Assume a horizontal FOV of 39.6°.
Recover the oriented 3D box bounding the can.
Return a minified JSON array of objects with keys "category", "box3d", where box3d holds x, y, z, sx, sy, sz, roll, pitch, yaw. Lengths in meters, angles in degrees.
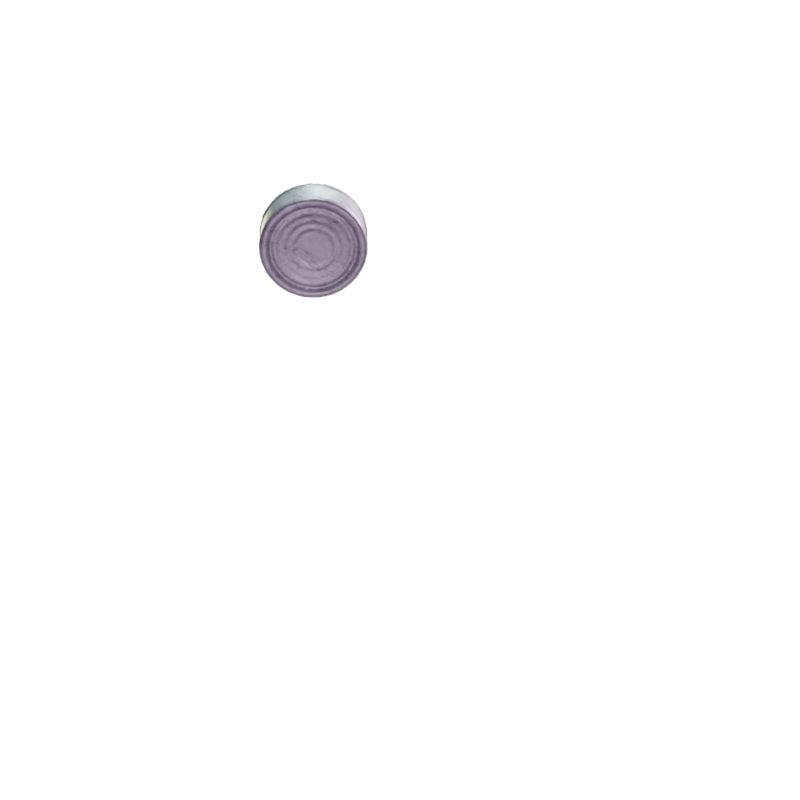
[{"category":"can","box3d":[-0.068,-0.124,0.870,0.086,0.081,0.035,1,25,-1]}]
